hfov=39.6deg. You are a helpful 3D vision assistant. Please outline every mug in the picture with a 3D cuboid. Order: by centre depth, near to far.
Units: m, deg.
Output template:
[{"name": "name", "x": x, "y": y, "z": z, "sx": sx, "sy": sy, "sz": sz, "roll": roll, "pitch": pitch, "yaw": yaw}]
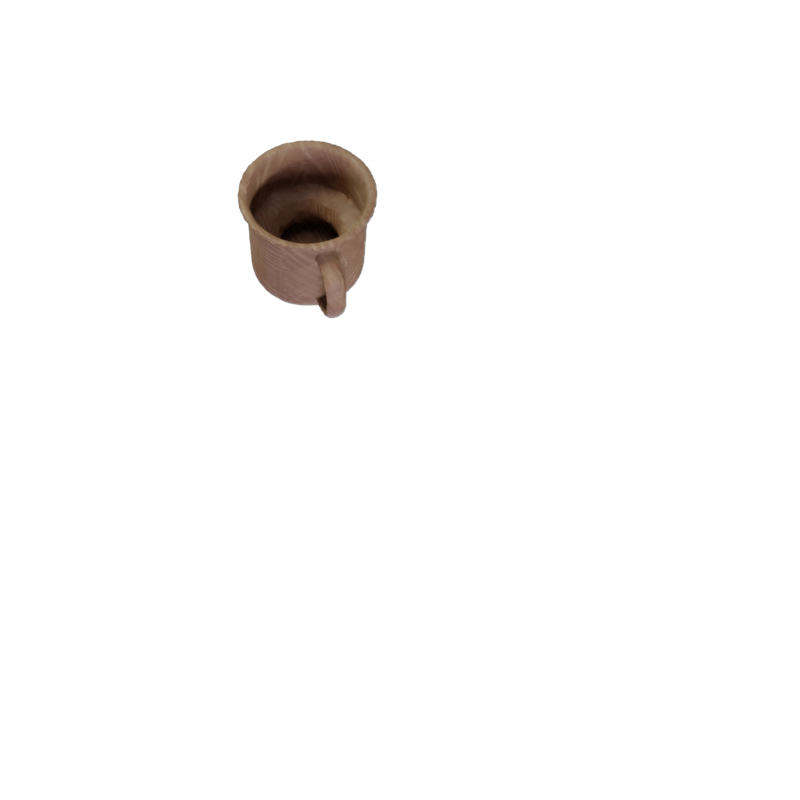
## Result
[{"name": "mug", "x": -0.060, "y": -0.109, "z": 0.762, "sx": 0.092, "sy": 0.126, "sz": 0.076, "roll": -17, "pitch": -31, "yaw": -12}]
